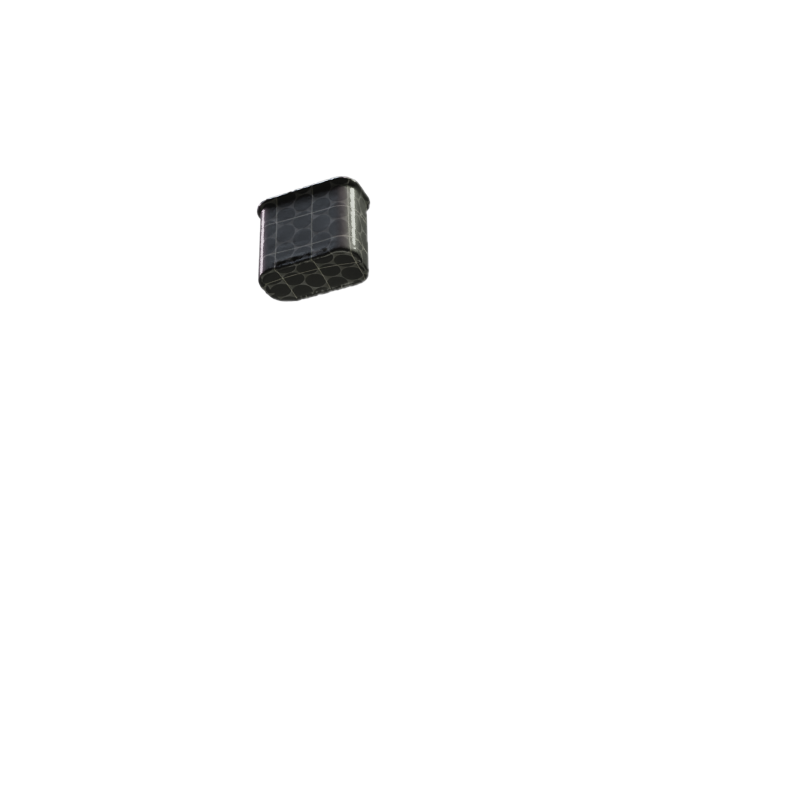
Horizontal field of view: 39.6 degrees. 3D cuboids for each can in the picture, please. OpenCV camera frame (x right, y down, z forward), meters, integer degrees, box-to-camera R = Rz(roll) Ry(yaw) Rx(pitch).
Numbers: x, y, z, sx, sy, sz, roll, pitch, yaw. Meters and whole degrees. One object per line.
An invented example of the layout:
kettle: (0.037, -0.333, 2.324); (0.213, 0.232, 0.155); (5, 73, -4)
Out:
can: (-0.078, -0.141, 0.989); (0.103, 0.090, 0.053); (-15, -37, 19)
